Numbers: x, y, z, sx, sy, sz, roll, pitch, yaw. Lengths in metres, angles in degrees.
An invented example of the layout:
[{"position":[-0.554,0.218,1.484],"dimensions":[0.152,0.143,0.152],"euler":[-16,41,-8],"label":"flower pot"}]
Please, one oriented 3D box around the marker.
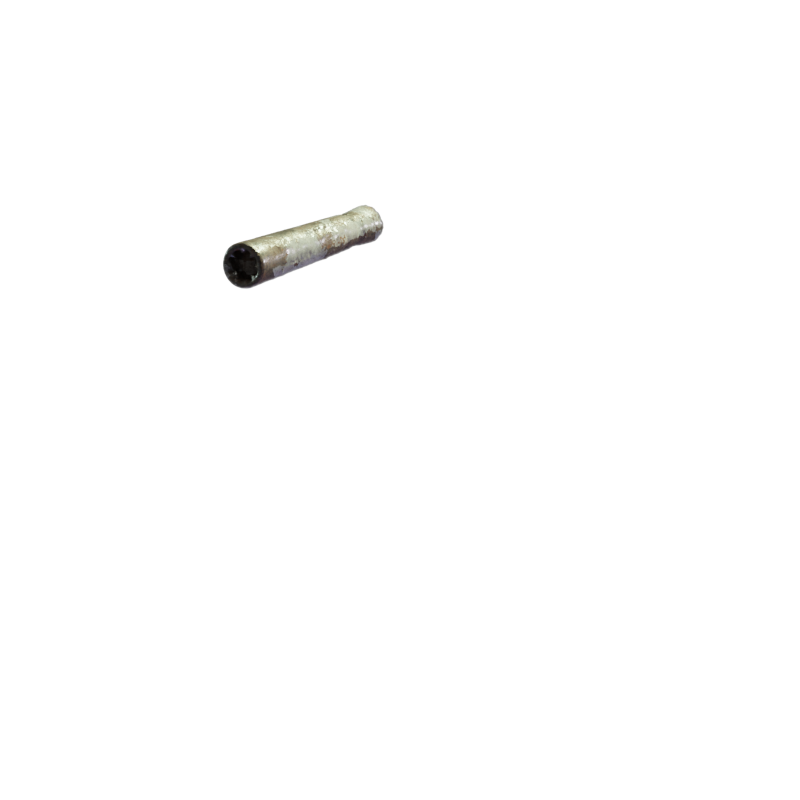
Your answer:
[{"position":[-0.038,-0.070,0.491],"dimensions":[0.020,0.019,0.121],"euler":[2,17,25],"label":"marker"}]
